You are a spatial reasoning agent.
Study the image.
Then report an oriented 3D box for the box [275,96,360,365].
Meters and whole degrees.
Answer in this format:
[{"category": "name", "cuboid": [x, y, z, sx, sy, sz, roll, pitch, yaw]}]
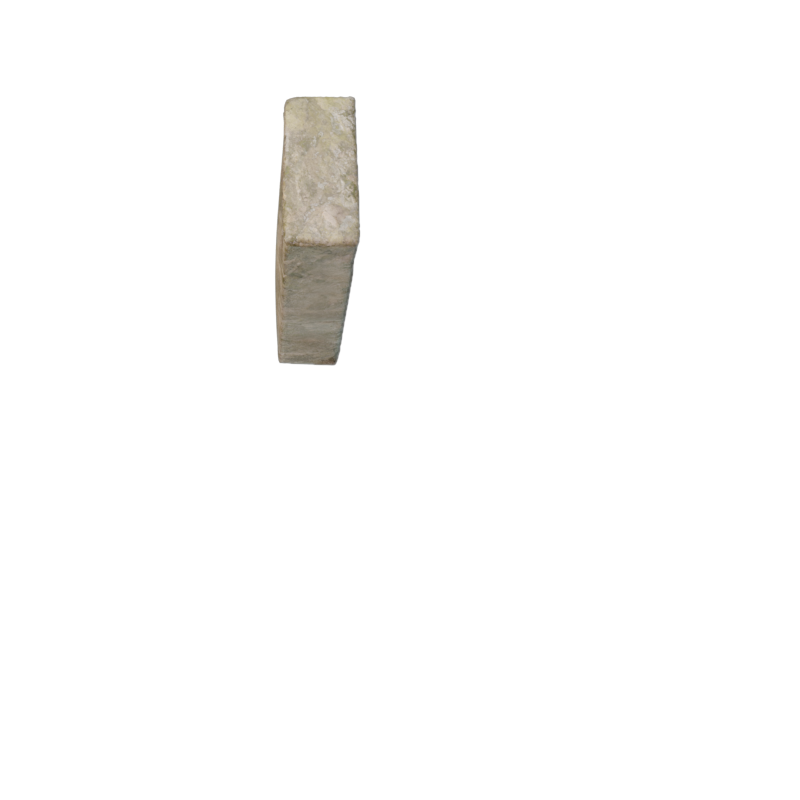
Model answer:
[{"category": "box", "cuboid": [-0.052, -0.094, 0.659, 0.048, 0.099, 0.167, 0, -22, -4]}]
